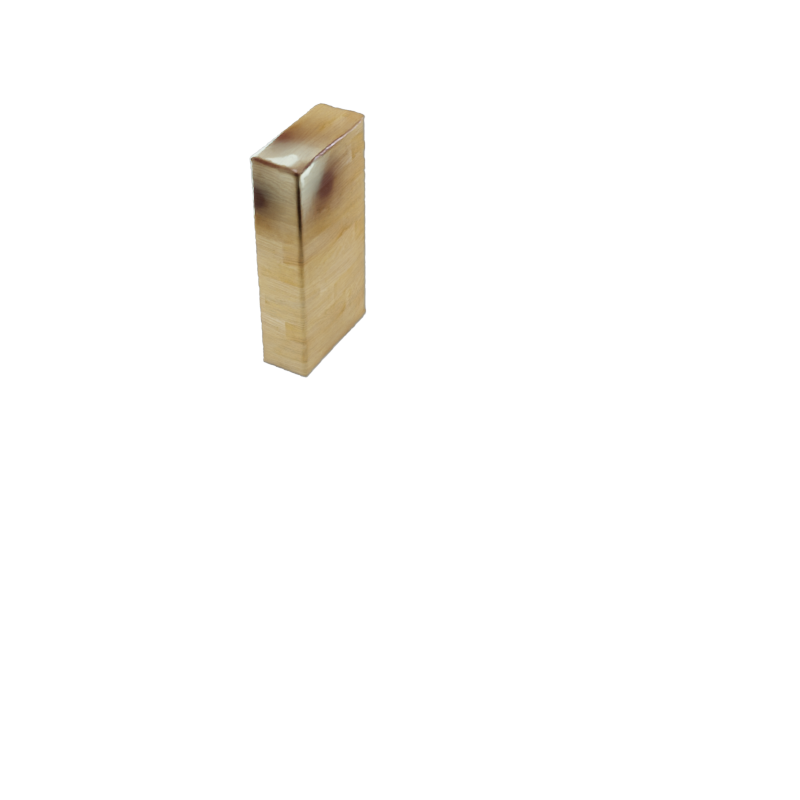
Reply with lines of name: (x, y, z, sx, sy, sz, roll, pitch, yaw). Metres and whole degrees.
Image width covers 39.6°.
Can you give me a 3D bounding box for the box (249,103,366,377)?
box: (-0.062, -0.114, 0.798, 0.050, 0.165, 0.096, 20, 42, 20)
